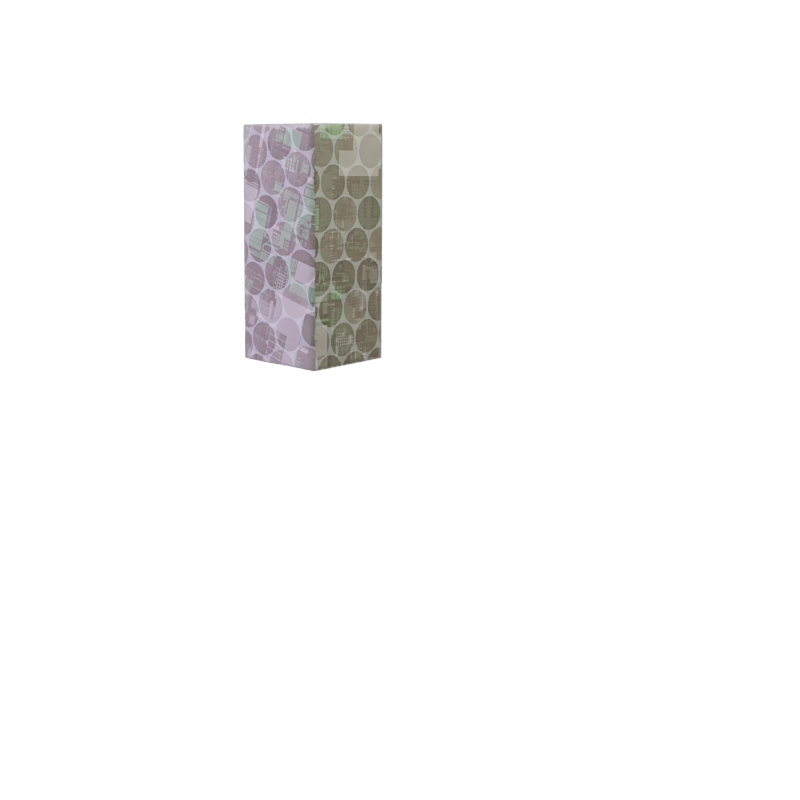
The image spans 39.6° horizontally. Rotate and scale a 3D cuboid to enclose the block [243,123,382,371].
[{"bbox_3d":[-0.076,-0.139,0.972,0.094,0.203,0.088,6,8,42],"label":"block"}]
